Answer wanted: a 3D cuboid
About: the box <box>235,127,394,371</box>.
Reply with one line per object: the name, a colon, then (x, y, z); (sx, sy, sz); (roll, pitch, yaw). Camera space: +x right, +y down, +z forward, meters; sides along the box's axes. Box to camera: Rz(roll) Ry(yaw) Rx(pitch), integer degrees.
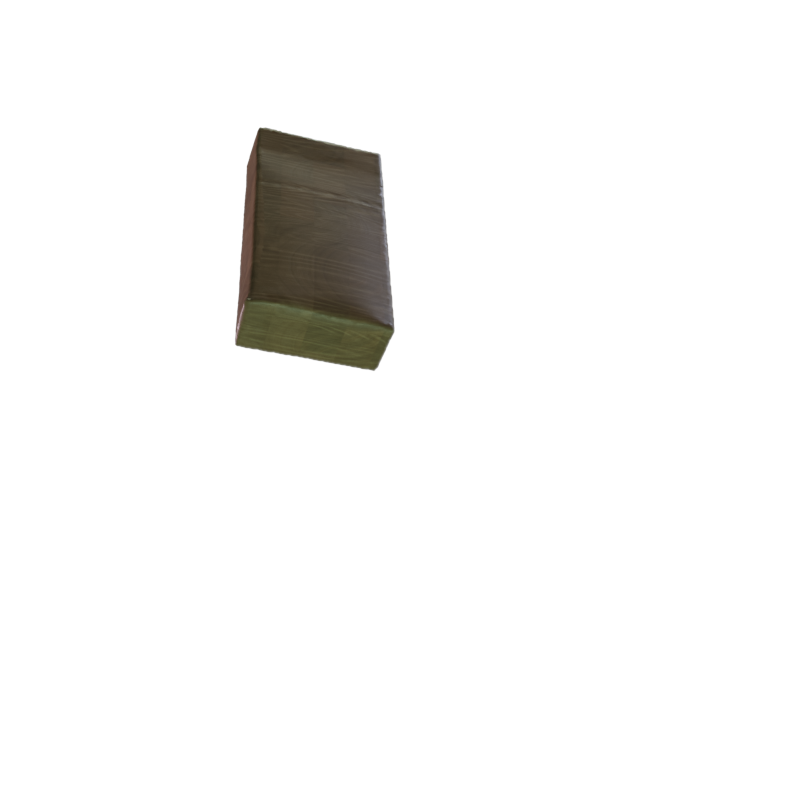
box: (-0.057, -0.104, 0.731); (0.091, 0.046, 0.189); (10, 42, -13)
